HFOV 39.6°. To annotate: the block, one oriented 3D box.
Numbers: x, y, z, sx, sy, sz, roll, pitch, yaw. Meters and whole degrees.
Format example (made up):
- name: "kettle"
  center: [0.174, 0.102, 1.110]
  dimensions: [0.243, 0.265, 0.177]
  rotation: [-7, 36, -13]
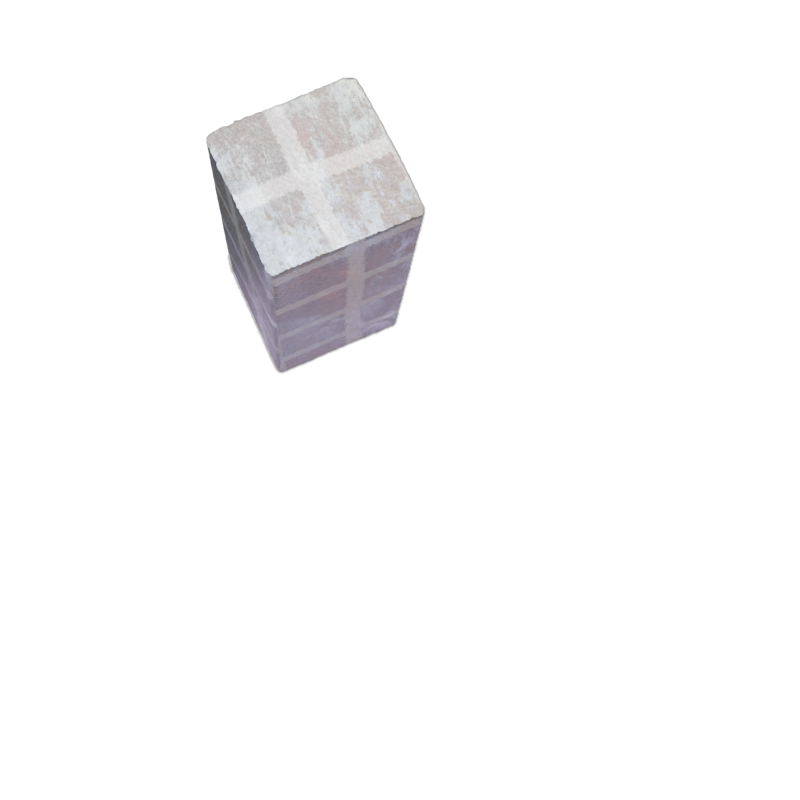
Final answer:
- name: "block"
  center: [-0.053, -0.096, 0.670]
  dimensions: [0.090, 0.094, 0.199]
  rotation: [-24, -11, -9]
